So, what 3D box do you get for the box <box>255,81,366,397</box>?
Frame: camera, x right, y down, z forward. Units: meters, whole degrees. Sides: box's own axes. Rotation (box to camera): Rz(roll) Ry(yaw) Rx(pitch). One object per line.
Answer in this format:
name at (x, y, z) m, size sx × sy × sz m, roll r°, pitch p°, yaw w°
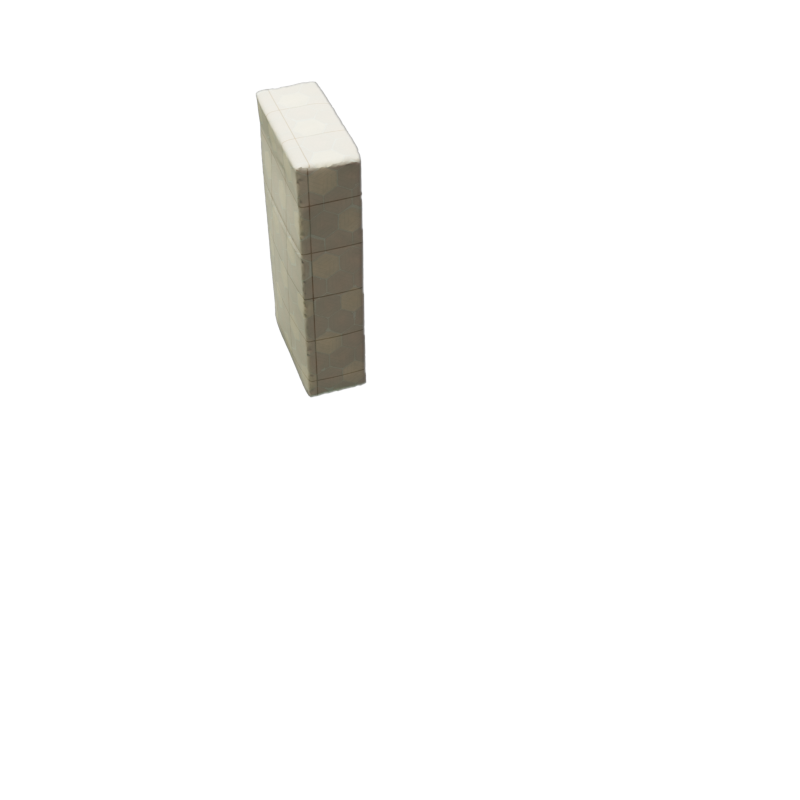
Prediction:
box at (-0.054, -0.099, 0.690) m, size 0.047 × 0.164 × 0.101 m, roll -10°, pitch 42°, yaw -16°
